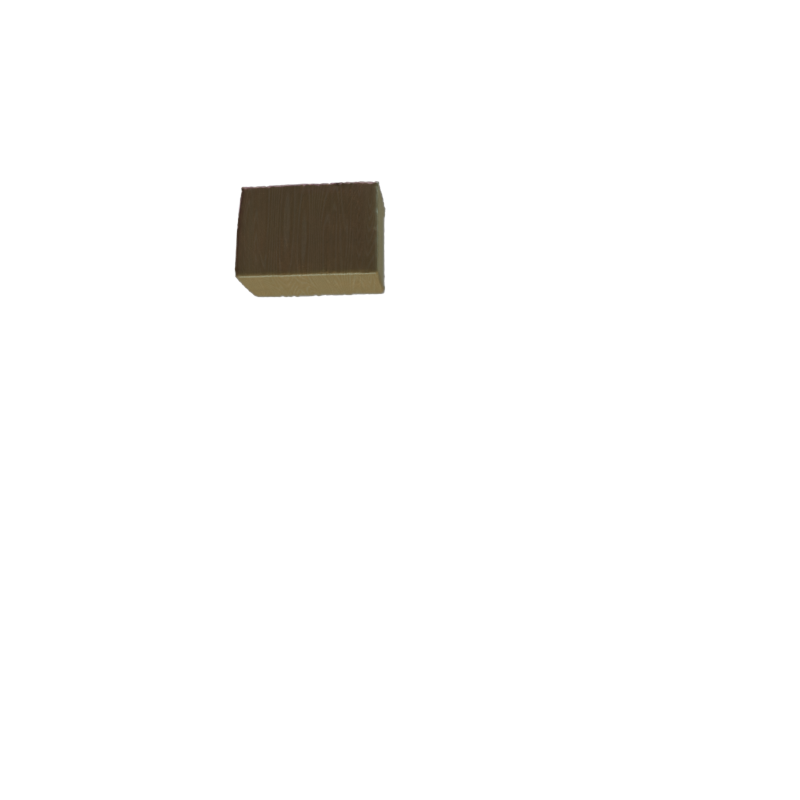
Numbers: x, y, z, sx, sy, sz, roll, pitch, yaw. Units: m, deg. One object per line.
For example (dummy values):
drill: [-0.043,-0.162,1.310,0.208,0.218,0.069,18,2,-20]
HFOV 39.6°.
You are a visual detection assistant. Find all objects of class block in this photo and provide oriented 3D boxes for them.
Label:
block: [-0.048,-0.088,0.614,0.079,0.053,0.051,-1,-11,6]
